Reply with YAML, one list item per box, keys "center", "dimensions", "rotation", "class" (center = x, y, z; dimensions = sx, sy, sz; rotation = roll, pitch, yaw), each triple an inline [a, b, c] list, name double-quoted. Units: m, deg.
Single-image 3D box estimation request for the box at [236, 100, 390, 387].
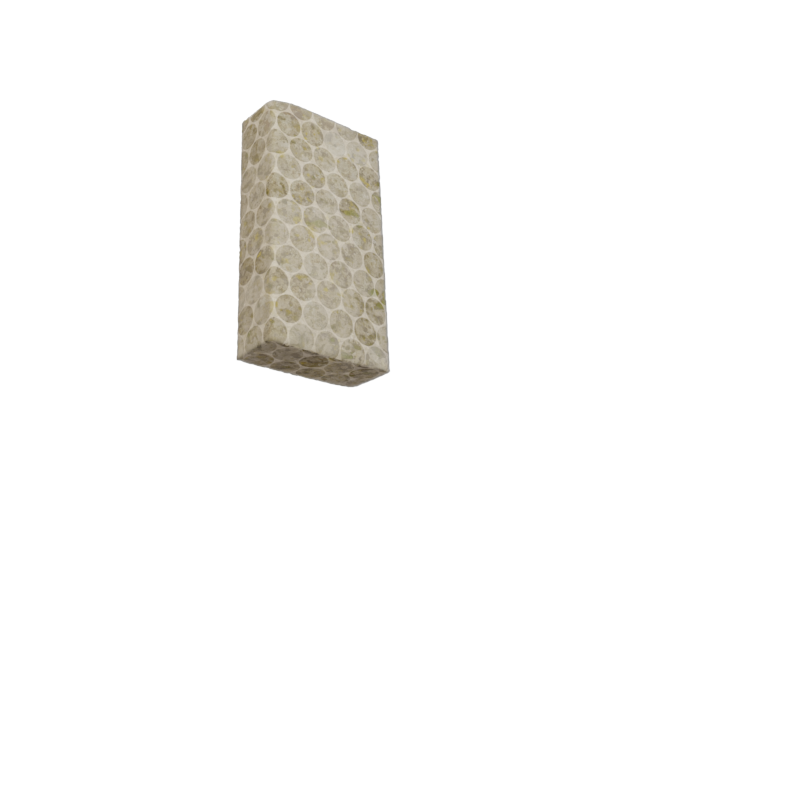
- center: [-0.056, -0.103, 0.720]
  dimensions: [0.088, 0.186, 0.048]
  rotation: [16, -30, -34]
  class: "box"
